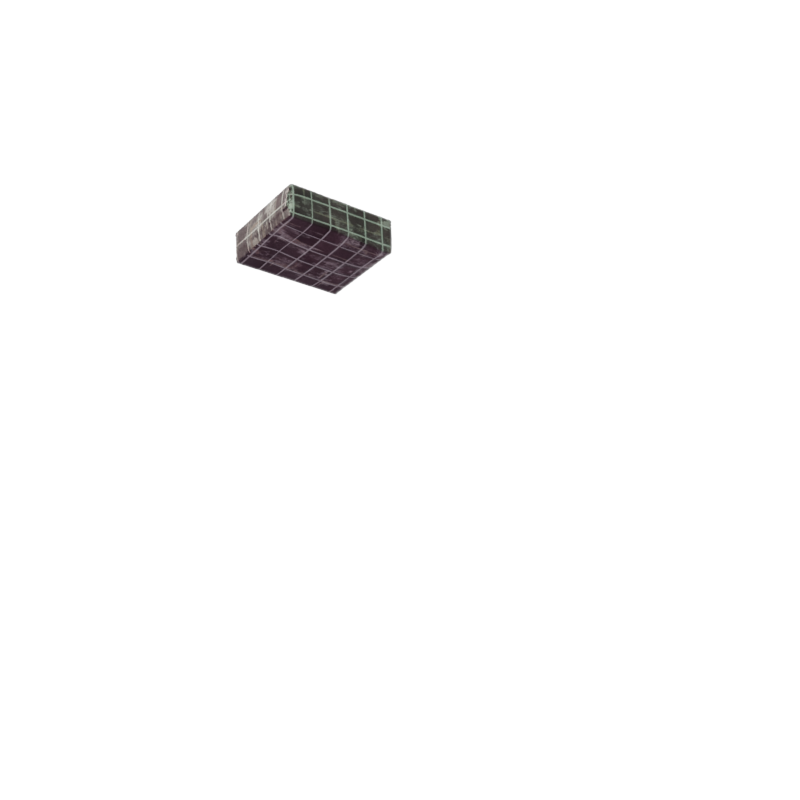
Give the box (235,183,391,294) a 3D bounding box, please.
[{"bbox_3d":[-0.077,-0.141,0.988,0.108,0.041,0.089,19,-33,-32],"label":"box"}]
